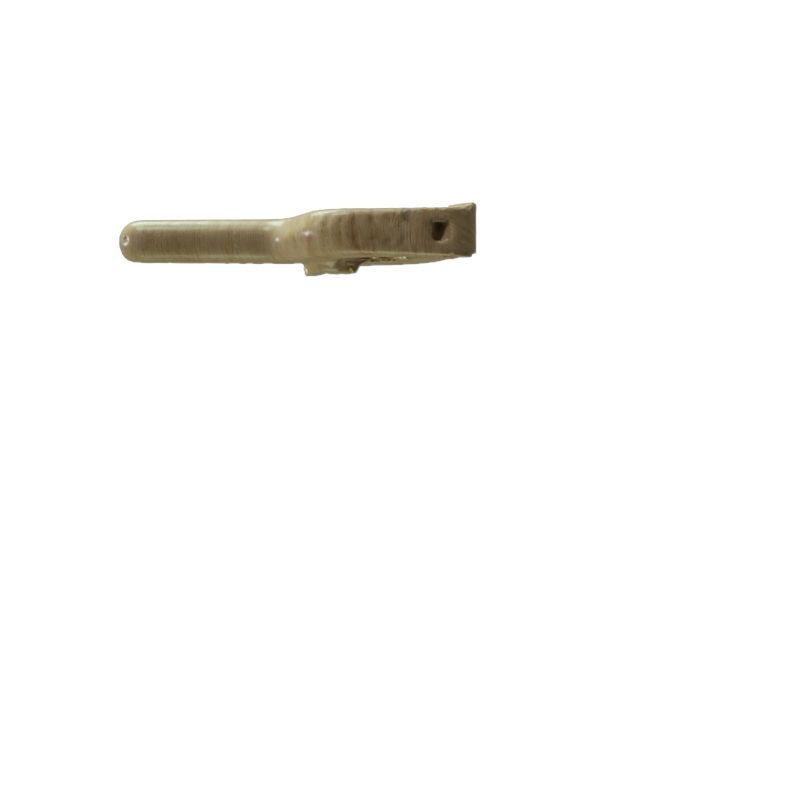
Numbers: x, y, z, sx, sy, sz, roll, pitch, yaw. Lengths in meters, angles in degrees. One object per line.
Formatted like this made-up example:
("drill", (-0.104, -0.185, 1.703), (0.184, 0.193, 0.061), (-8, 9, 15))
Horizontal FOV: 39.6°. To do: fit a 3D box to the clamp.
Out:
("clamp", (-0.050, -0.091, 0.636), (0.158, 0.036, 0.218), (-2, 4, -40))
